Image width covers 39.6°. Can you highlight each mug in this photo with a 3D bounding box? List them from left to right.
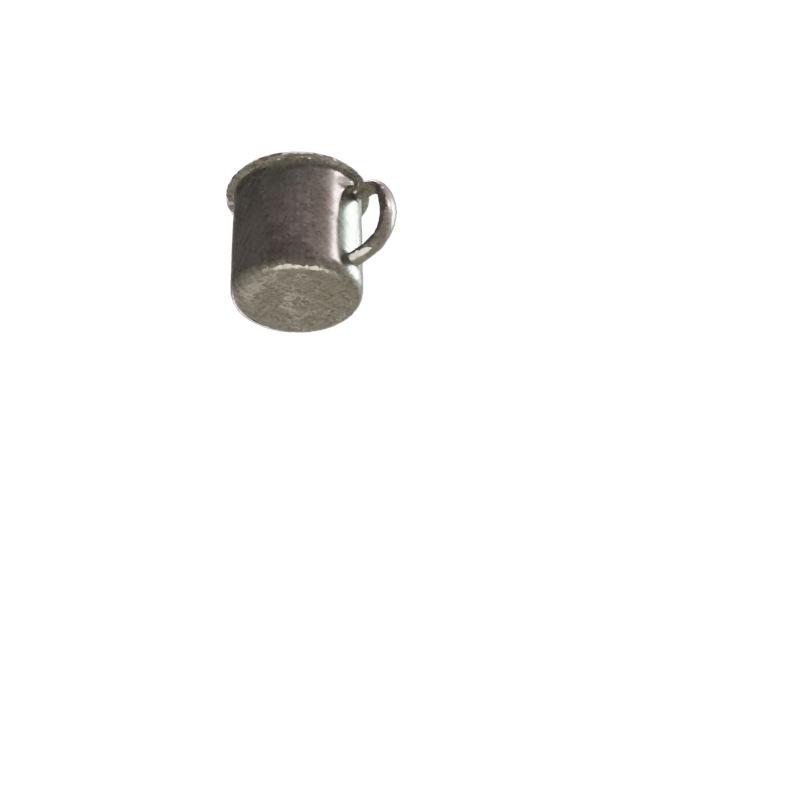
[{"bbox_3d":[-0.054,-0.099,0.691,0.118,0.087,0.086,-17,-35,24],"label":"mug"}]
